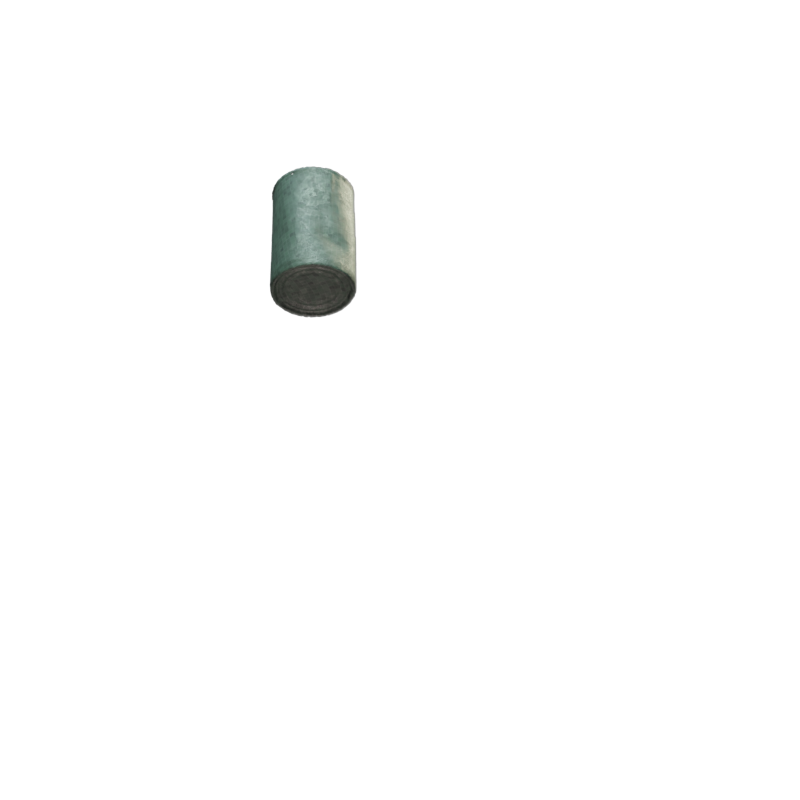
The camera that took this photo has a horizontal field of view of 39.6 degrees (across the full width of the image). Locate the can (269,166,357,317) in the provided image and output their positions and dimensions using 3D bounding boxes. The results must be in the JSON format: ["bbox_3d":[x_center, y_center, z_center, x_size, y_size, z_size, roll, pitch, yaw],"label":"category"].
[{"bbox_3d":[-0.069,-0.125,0.876,0.068,0.110,0.064,-1,-37,-3],"label":"can"}]
